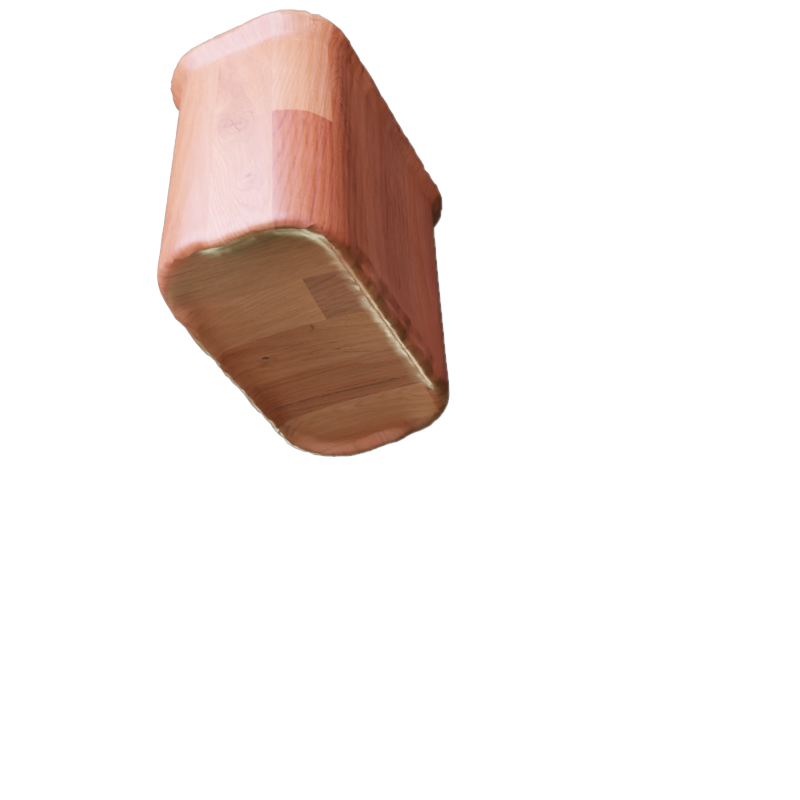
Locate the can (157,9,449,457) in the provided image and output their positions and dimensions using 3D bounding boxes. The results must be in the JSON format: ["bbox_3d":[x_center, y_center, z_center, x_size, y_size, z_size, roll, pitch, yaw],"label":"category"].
[{"bbox_3d":[-0.025,-0.046,0.320,0.058,0.090,0.094,-19,-44,18],"label":"can"}]
